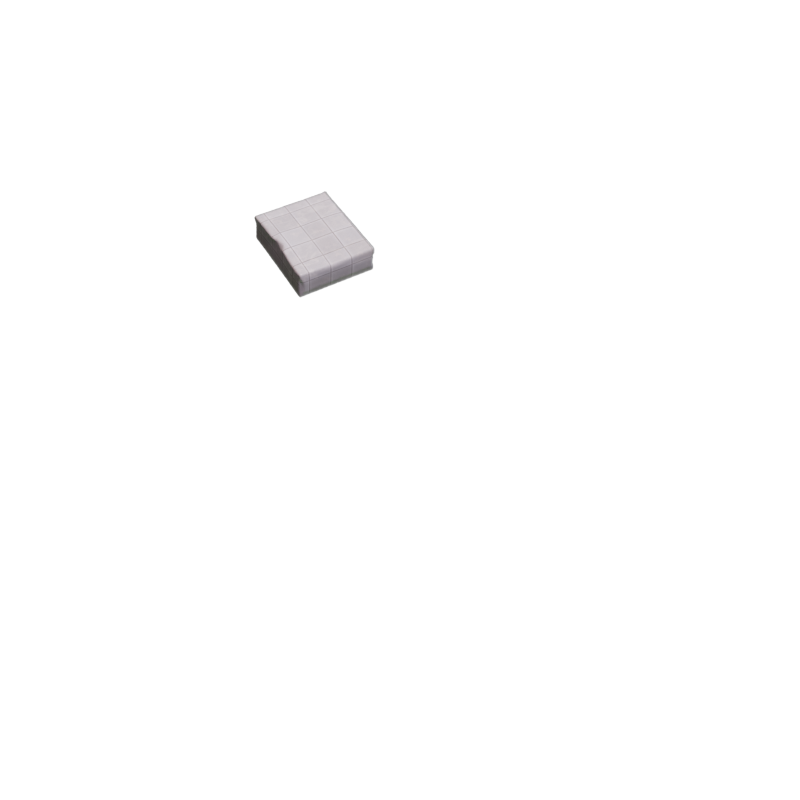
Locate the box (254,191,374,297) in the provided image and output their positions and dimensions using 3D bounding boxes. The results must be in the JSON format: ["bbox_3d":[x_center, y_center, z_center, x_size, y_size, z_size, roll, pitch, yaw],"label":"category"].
[{"bbox_3d":[-0.076,-0.138,0.968,0.072,0.028,0.096,-22,51,-20],"label":"box"}]
